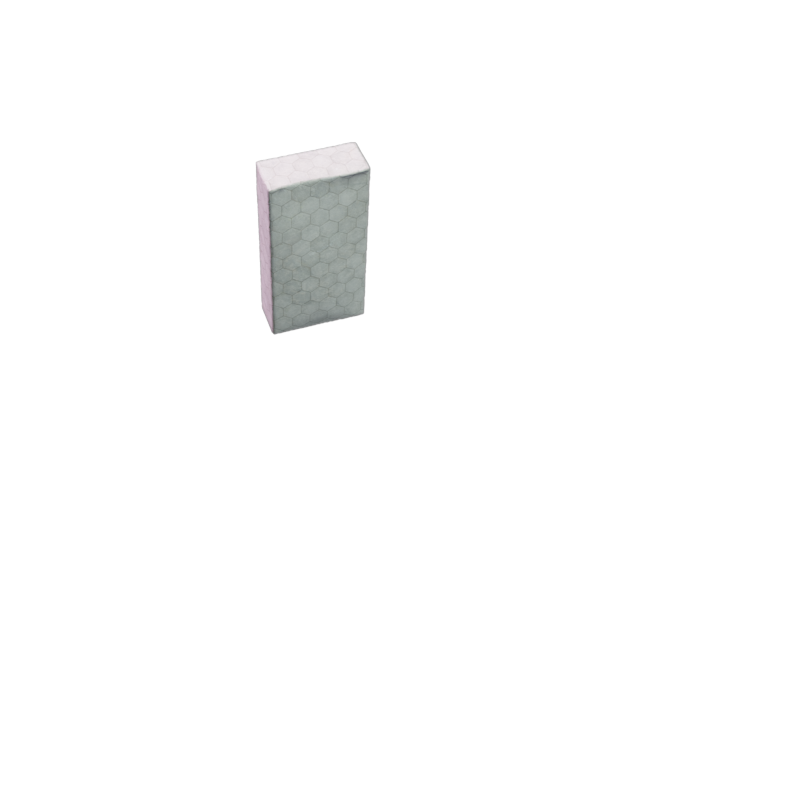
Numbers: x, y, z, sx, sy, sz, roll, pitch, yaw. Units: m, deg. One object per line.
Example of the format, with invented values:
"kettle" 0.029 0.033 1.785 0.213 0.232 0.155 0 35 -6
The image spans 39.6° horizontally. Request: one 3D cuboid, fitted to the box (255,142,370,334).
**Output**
"box" -0.077 -0.140 0.985 0.092 0.052 0.164 -13 -39 -15
